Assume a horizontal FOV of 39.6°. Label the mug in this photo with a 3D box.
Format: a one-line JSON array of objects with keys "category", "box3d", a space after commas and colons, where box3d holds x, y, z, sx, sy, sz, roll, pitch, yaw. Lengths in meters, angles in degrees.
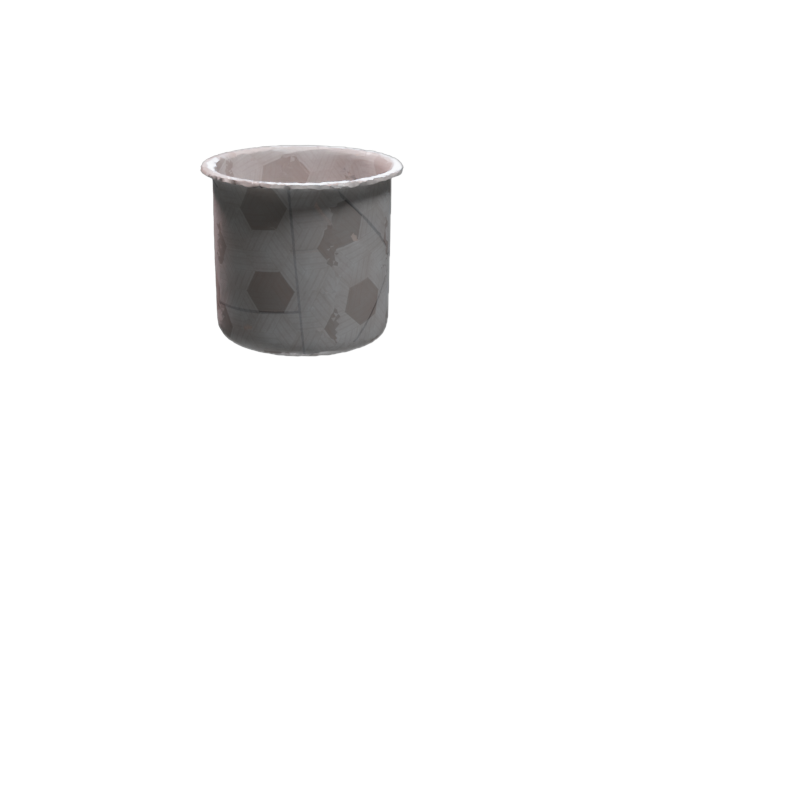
[{"category": "mug", "box3d": [-0.041, -0.076, 0.529, 0.096, 0.078, 0.118, 9, 22, 21]}]
